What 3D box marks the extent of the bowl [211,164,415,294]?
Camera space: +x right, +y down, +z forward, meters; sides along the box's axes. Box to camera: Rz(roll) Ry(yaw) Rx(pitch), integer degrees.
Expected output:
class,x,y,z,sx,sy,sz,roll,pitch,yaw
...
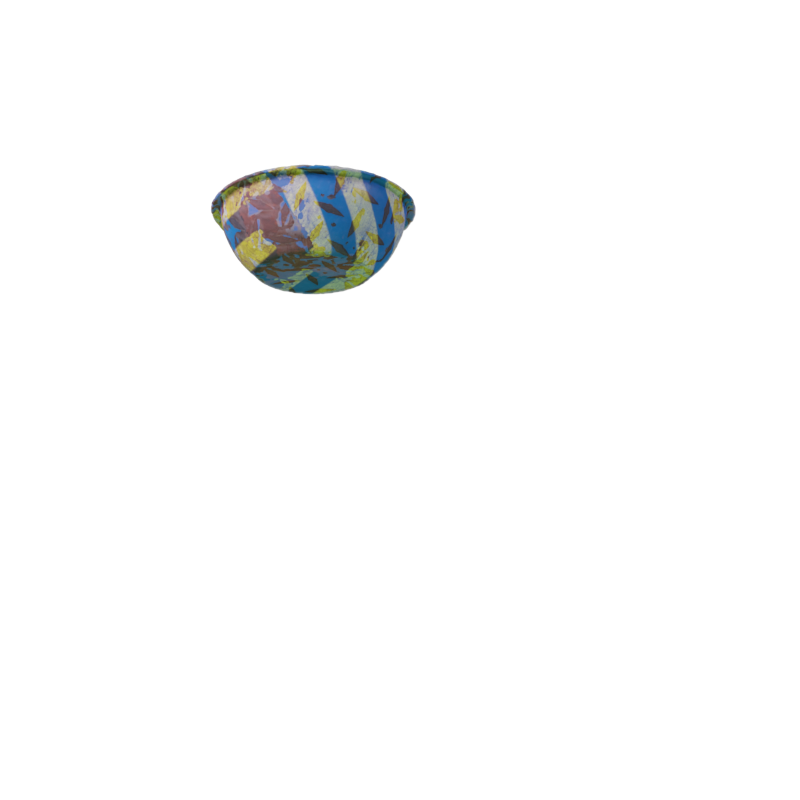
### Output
class,x,y,z,sx,sy,sz,roll,pitch,yaw
bowl,-0.068,-0.124,0.869,0.162,0.058,0.155,0,-17,-2
